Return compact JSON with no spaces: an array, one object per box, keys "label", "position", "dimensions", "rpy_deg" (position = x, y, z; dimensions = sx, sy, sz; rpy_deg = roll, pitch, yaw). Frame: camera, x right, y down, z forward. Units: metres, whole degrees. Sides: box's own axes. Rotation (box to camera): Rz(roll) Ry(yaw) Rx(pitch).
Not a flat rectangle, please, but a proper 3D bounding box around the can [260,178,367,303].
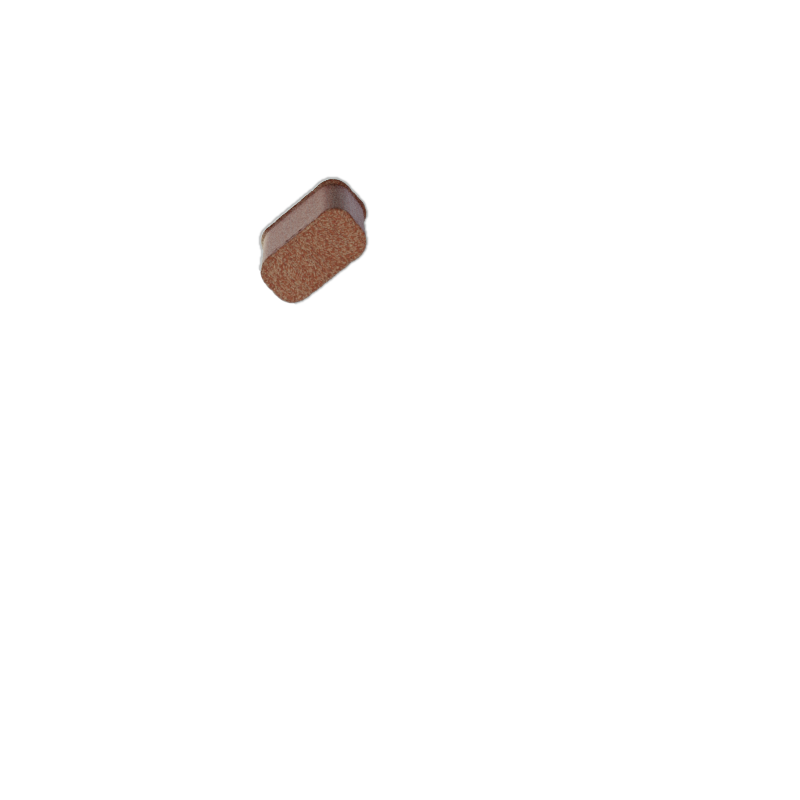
[{"label":"can","position":[-0.077,-0.141,0.985],"dimensions":[0.101,0.055,0.088],"rpy_deg":[-38,21,13]}]
